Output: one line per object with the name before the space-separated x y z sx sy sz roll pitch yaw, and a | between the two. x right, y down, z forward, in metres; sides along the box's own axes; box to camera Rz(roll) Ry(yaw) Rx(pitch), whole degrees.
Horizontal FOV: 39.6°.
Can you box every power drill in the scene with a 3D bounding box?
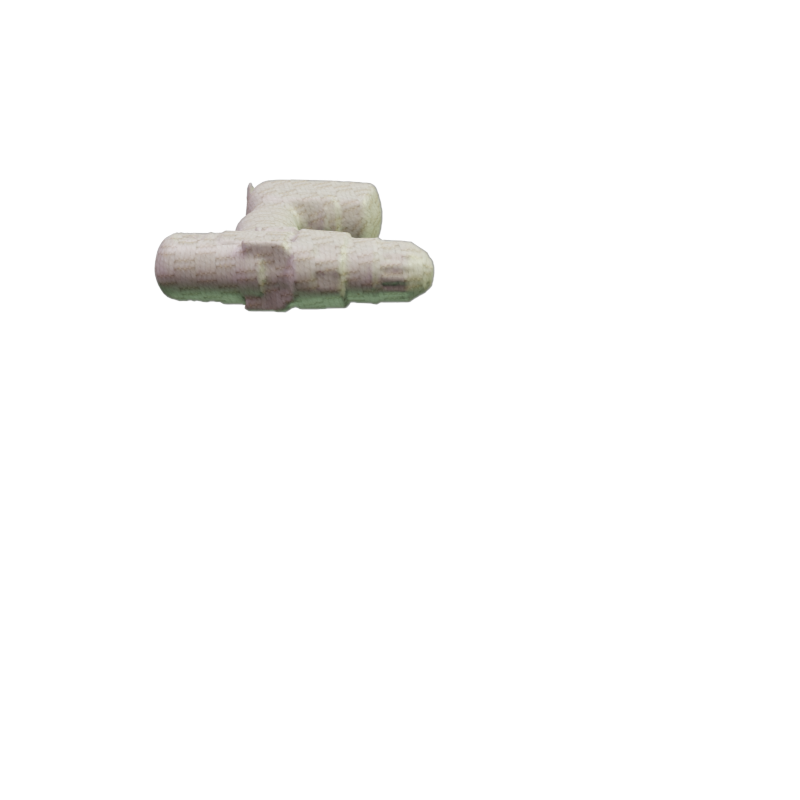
power drill | -0.062 -0.113 0.788 0.187 0.055 0.193 3 21 9
